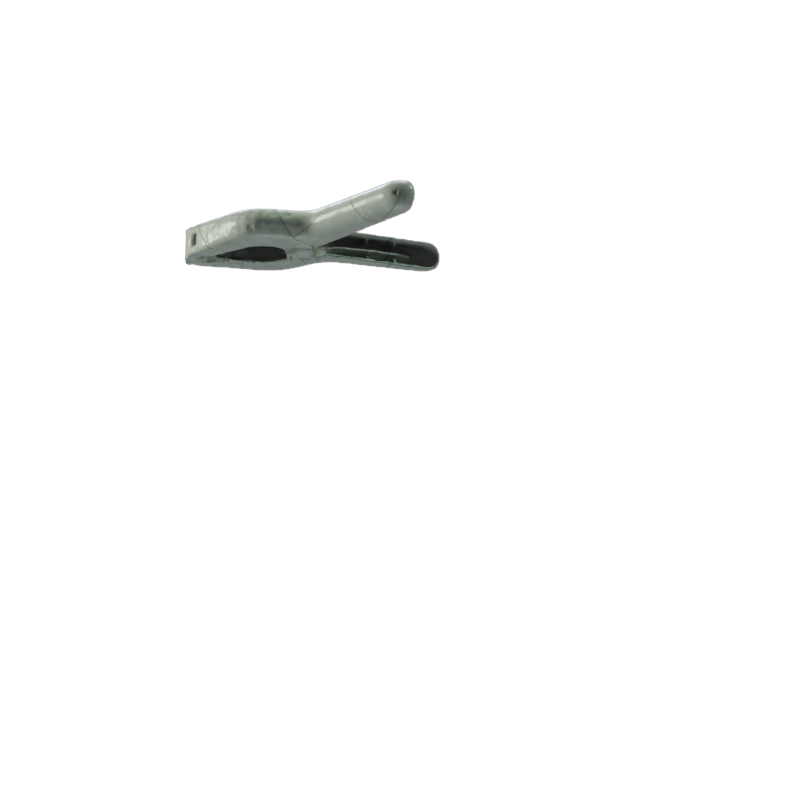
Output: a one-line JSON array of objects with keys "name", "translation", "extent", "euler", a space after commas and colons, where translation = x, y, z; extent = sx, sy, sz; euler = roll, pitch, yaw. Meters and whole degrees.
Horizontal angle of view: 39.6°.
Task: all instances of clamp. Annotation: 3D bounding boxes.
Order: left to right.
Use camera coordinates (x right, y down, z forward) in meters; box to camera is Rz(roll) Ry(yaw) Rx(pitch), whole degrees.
[{"name": "clamp", "translation": [-0.071, -0.129, 0.907], "extent": [0.214, 0.038, 0.155], "euler": [-4, -14, 17]}]
